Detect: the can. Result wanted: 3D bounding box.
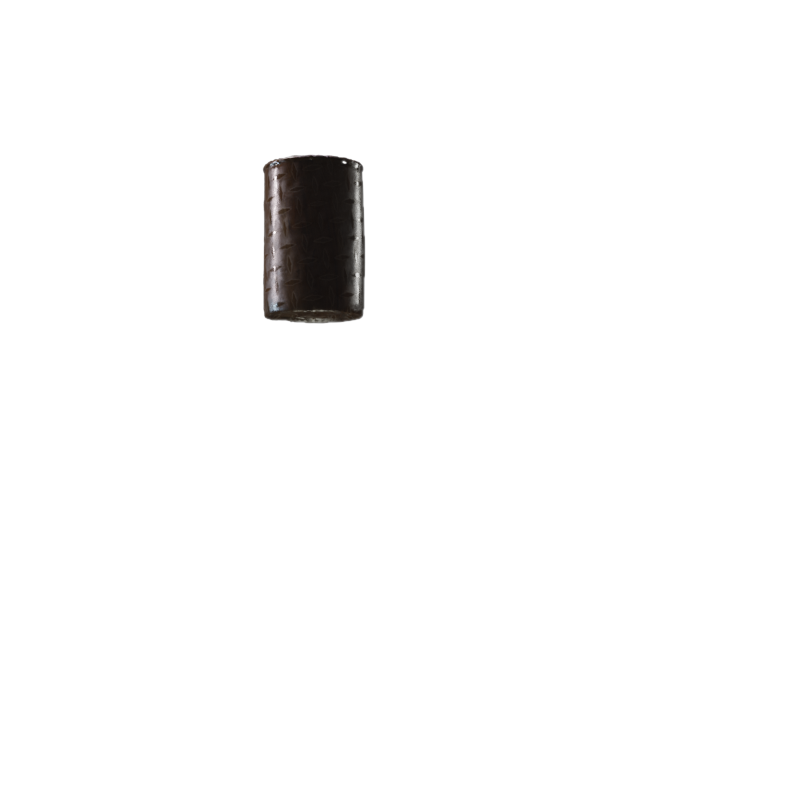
[{"bbox_3d":[-0.058,-0.105,0.738,0.068,0.105,0.067,0,-8,-2],"label":"can"}]
